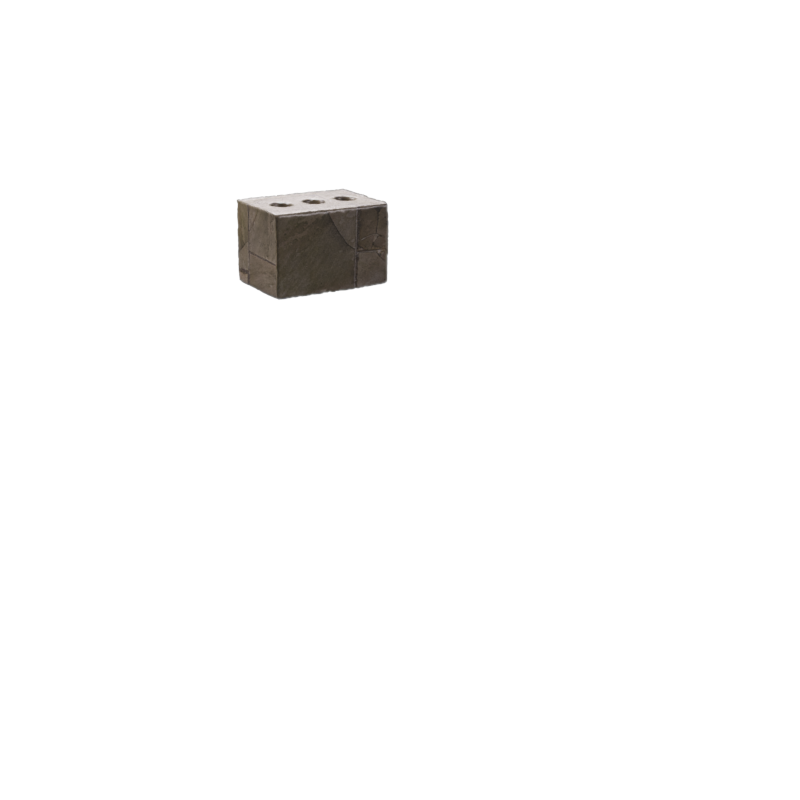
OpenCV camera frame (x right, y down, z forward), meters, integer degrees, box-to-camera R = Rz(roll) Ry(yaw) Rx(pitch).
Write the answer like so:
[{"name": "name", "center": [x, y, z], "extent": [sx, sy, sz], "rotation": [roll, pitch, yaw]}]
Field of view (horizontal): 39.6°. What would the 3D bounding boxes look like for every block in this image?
[{"name": "block", "center": [-0.052, -0.095, 0.666], "extent": [0.076, 0.049, 0.056], "rotation": [-11, 20, -30]}]
